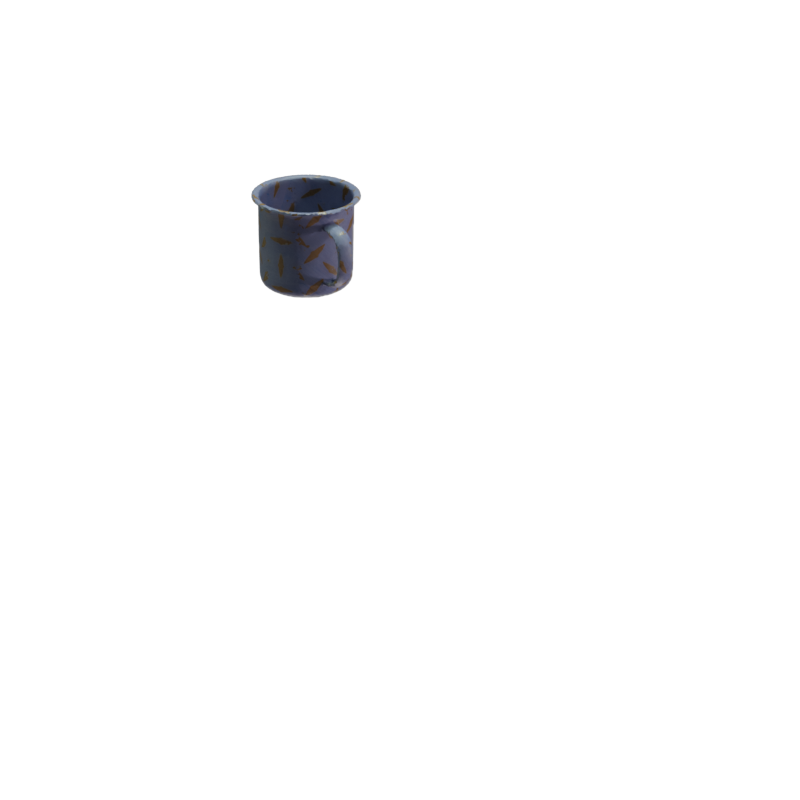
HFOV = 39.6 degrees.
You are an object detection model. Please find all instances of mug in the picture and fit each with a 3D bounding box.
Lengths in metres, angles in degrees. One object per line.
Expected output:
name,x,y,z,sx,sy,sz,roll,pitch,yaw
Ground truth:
mug,-0.074,-0.135,0.945,0.092,0.077,0.126,-17,33,-29
